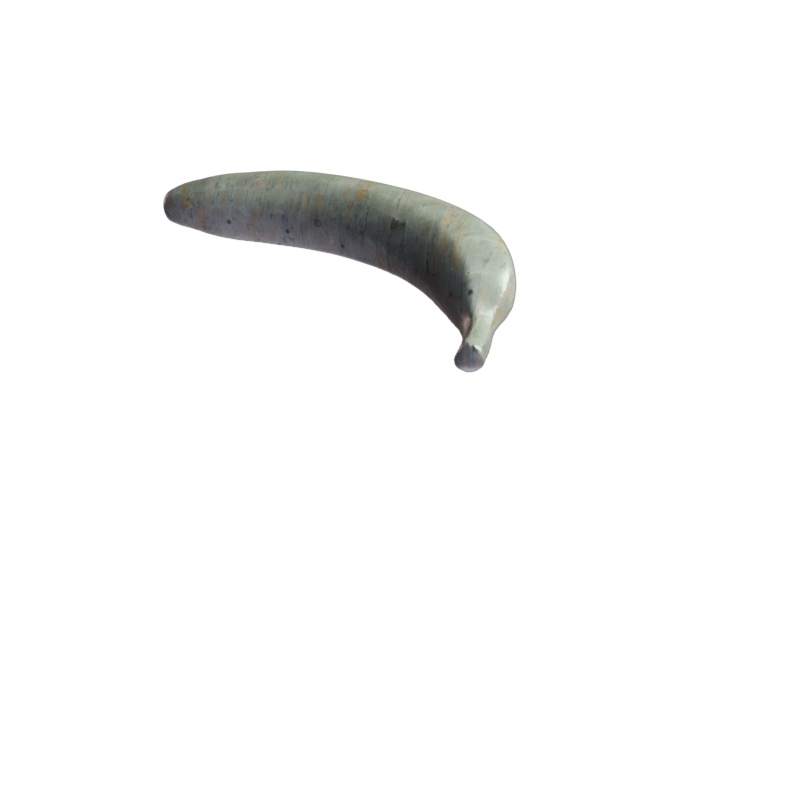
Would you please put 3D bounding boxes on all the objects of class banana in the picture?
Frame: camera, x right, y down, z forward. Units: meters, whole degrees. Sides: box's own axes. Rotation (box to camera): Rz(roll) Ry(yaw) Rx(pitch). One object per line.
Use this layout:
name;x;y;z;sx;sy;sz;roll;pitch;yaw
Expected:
banana;-0.020;-0.070;0.470;0.069;0.035;0.211;-22;35;-37
